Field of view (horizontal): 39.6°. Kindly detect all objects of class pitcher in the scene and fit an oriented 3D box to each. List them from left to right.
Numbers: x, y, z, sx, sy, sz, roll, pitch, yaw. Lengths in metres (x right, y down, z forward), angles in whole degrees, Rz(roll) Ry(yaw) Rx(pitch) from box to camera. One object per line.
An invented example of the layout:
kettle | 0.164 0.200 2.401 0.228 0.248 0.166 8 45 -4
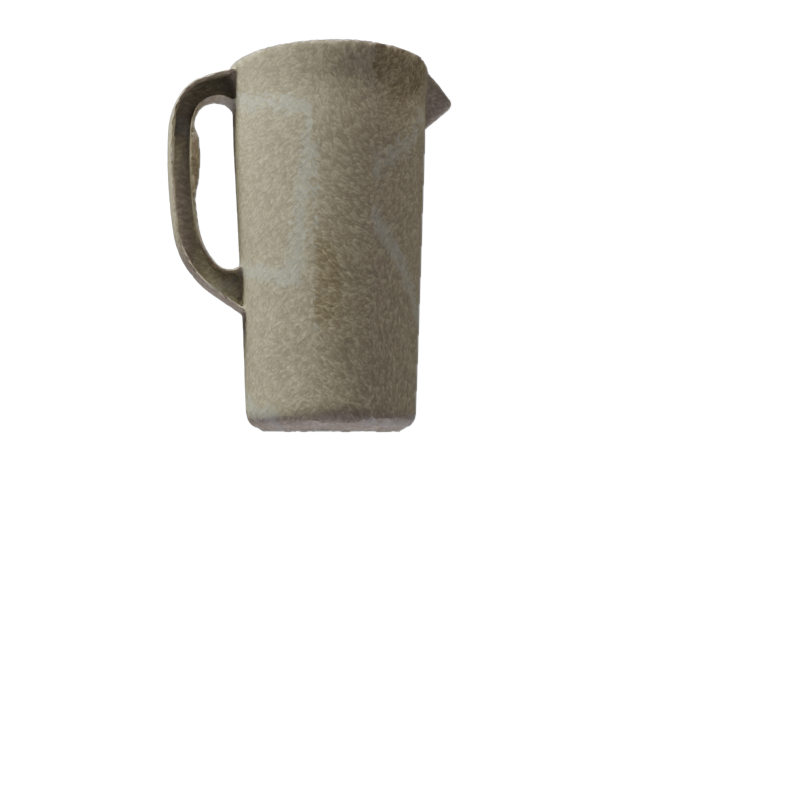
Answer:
pitcher | -0.056 -0.103 0.719 0.153 0.249 0.138 -5 -9 30
